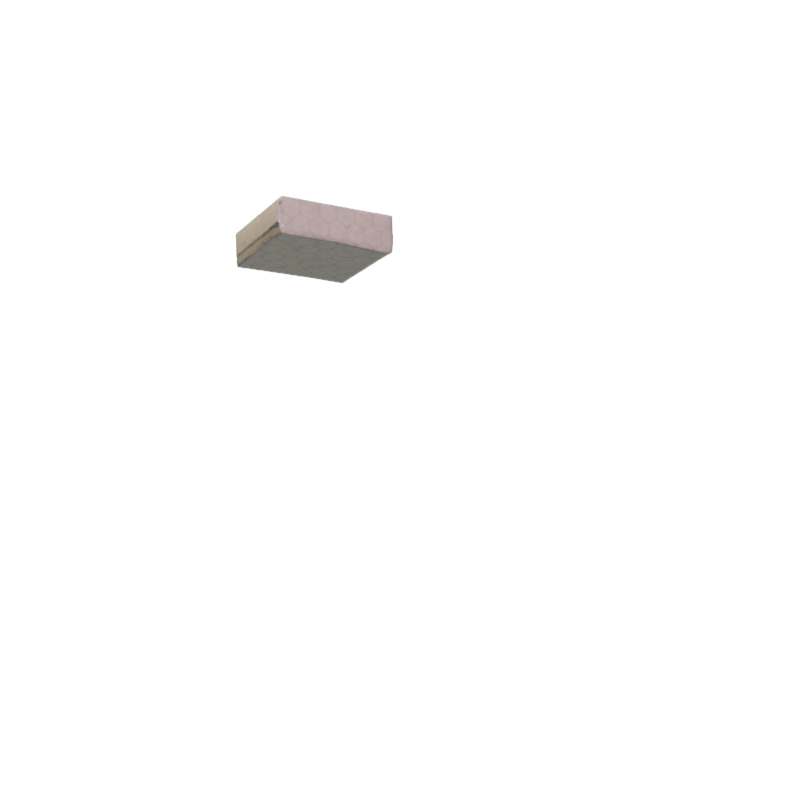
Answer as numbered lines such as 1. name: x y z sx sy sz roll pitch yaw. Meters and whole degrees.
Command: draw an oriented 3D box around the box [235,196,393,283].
1. box: -0.076 -0.139 0.972 0.109 0.041 0.090 9 -18 -29
